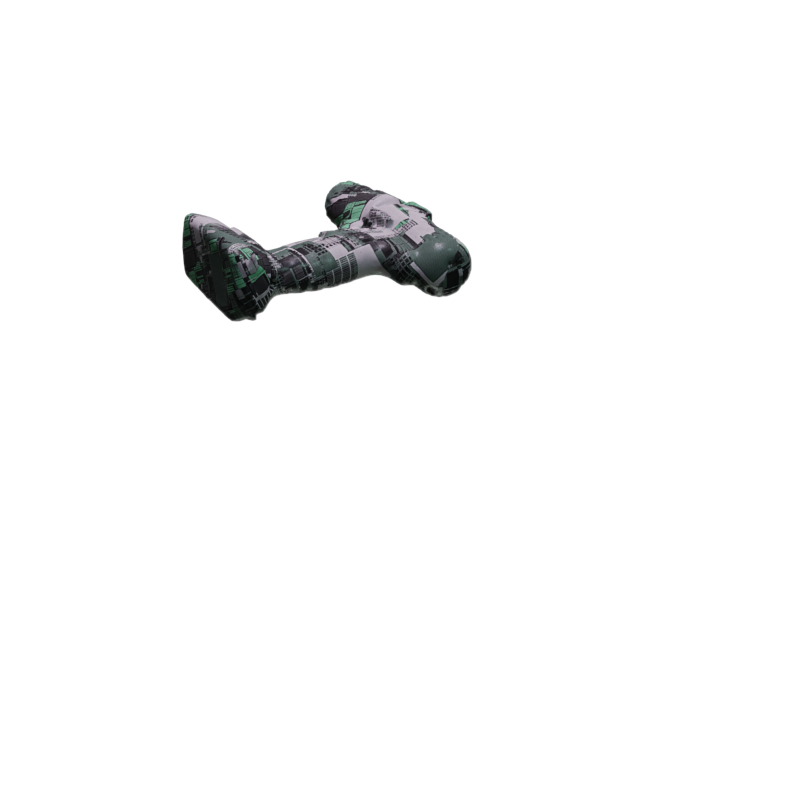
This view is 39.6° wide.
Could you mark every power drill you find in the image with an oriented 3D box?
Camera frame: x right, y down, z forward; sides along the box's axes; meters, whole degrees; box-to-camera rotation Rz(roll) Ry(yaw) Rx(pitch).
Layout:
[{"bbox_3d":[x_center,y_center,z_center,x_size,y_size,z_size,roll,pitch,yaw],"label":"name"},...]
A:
[{"bbox_3d":[-0.066,-0.120,0.843,0.184,0.054,0.198,-13,29,-25],"label":"power drill"}]
